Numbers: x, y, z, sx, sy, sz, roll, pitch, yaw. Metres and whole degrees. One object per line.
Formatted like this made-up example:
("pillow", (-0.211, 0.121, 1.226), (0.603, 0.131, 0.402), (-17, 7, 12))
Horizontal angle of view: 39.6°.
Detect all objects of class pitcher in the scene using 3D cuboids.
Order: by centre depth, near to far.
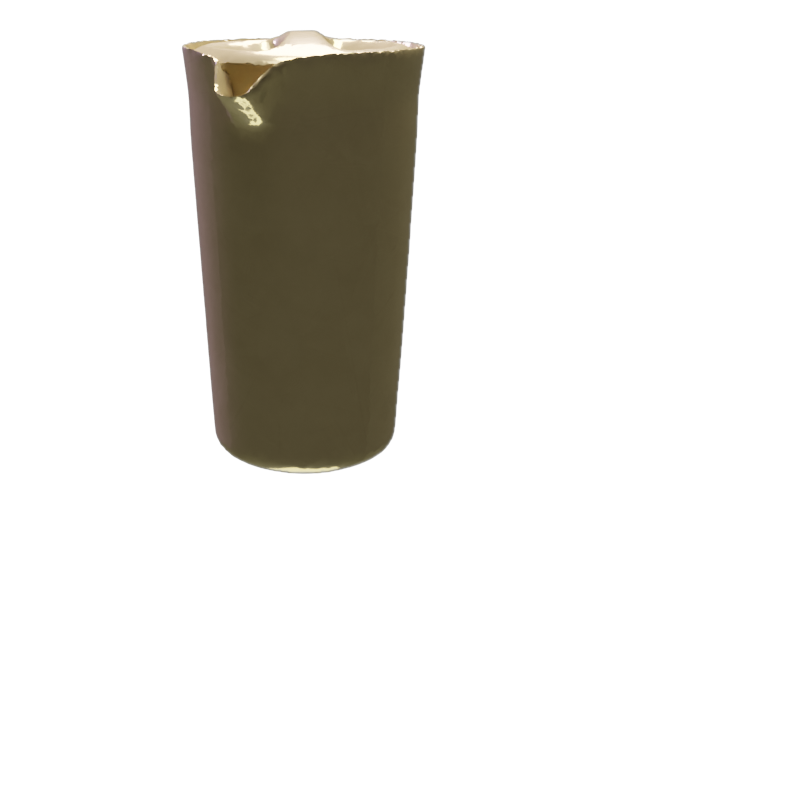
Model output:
("pitcher", (-0.051, -0.092, 0.647), (0.146, 0.234, 0.154), (-6, 18, -23))
